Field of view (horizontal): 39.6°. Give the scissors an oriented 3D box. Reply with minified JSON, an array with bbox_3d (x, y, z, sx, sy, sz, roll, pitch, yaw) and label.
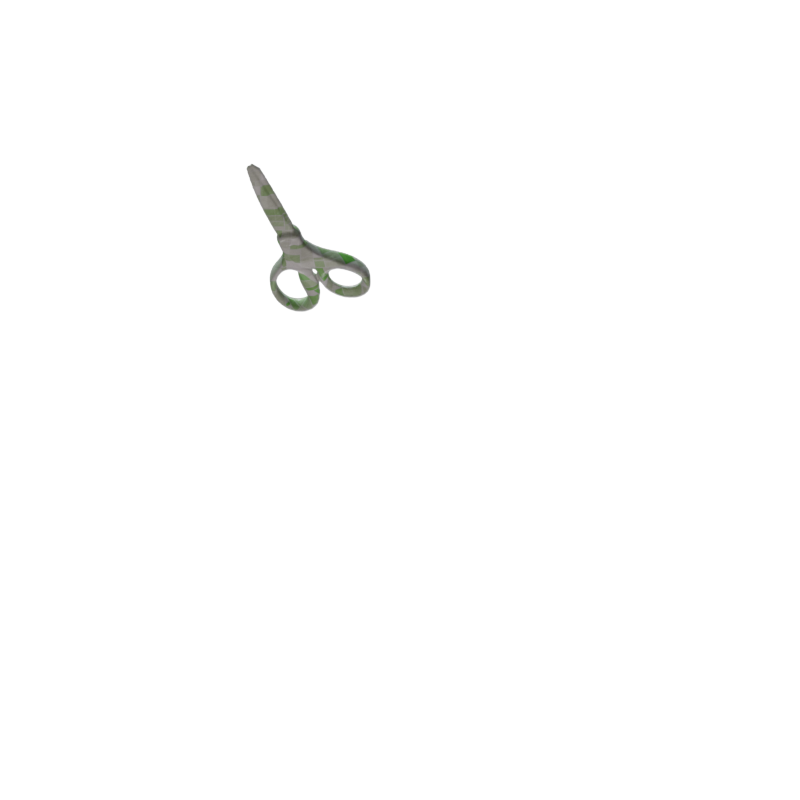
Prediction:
[{"bbox_3d":[-0.071,-0.130,0.909,0.096,0.017,0.189,1,-29,-2],"label":"scissors"}]
